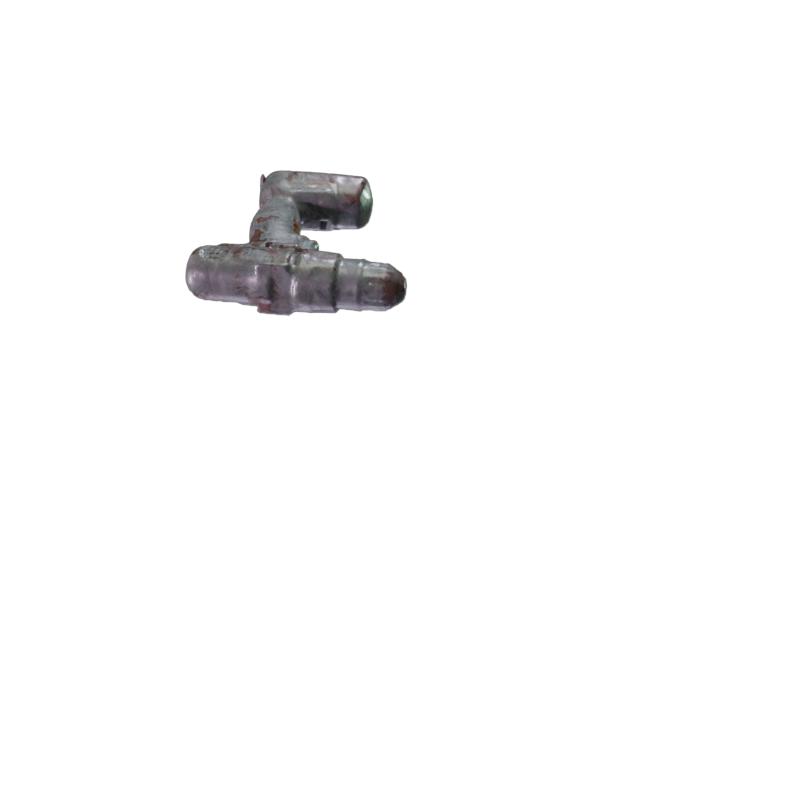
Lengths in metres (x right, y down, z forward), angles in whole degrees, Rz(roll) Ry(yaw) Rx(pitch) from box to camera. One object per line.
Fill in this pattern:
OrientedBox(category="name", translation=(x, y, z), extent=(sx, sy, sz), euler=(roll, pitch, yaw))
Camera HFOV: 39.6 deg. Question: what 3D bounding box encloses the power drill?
OrientedBox(category="power drill", translation=(-0.076, -0.138, 0.968), extent=(0.187, 0.054, 0.196), euler=(6, 33, 9))
